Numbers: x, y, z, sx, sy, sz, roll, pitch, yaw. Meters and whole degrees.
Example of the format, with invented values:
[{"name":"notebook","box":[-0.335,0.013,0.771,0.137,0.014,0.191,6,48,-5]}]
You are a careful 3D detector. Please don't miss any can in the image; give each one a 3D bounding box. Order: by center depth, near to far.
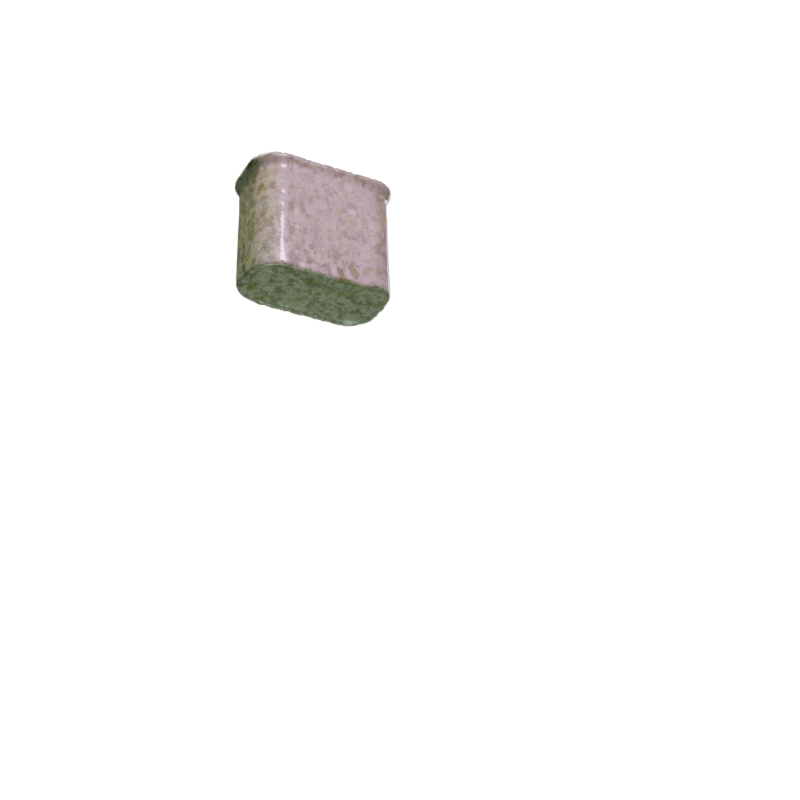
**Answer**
[{"name":"can","box":[-0.056,-0.102,0.715,0.098,0.089,0.056,13,-34,-24]}]
